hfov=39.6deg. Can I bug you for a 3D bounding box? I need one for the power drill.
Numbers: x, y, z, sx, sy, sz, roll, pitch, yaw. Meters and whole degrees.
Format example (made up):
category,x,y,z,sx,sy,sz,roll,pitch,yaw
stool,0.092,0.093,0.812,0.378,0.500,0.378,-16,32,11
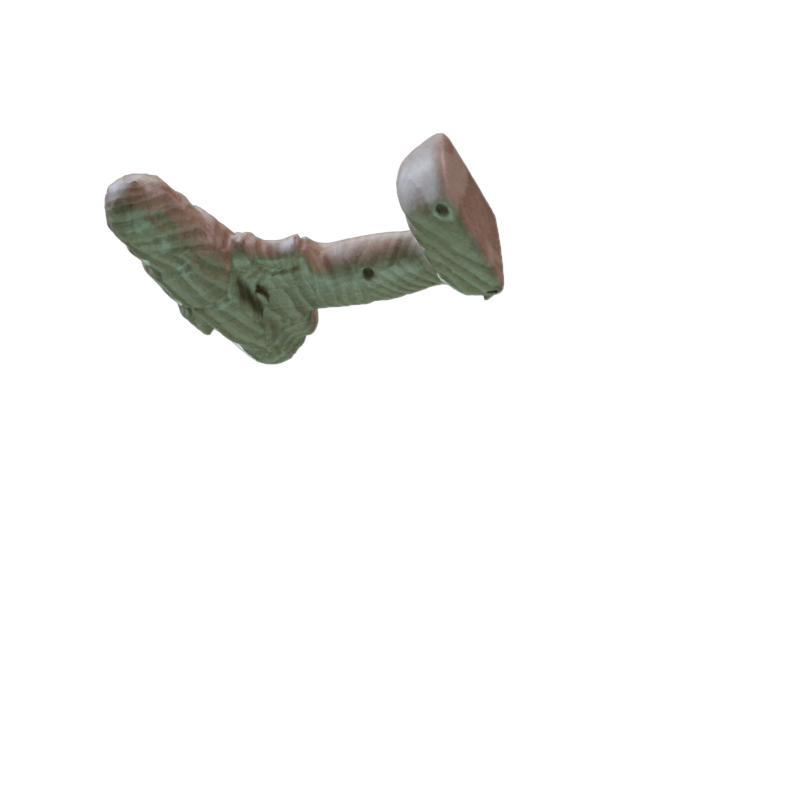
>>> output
category,x,y,z,sx,sy,sz,roll,pitch,yaw
power drill,-0.049,-0.089,0.624,0.190,0.061,0.171,-11,-28,22
